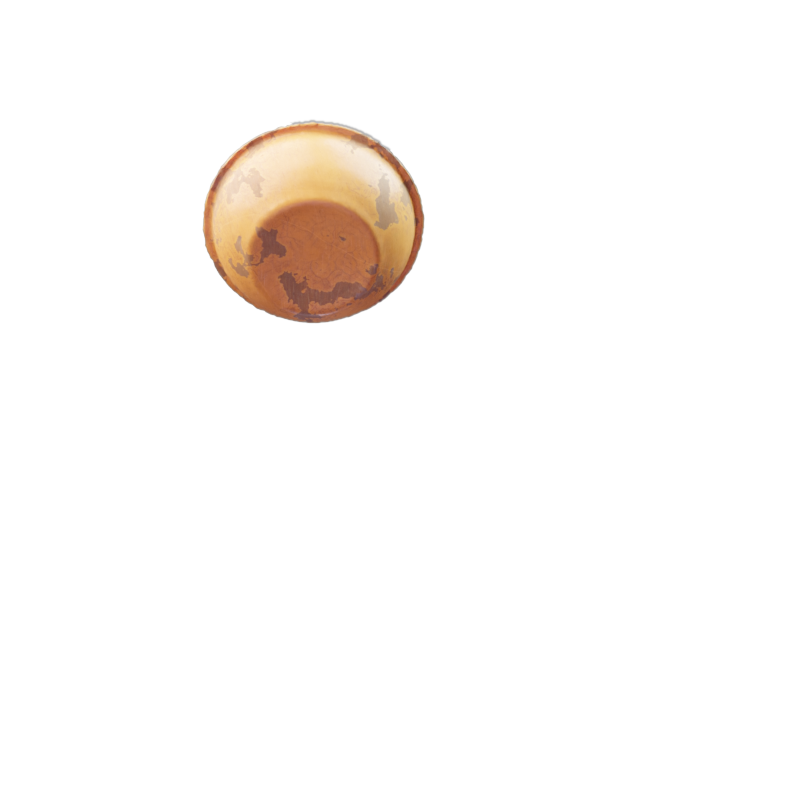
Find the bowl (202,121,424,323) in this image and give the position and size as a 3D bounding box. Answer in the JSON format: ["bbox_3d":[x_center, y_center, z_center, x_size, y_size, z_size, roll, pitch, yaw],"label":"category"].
[{"bbox_3d":[-0.062,-0.112,0.786,0.162,0.153,0.058,1,29,-1],"label":"bowl"}]
